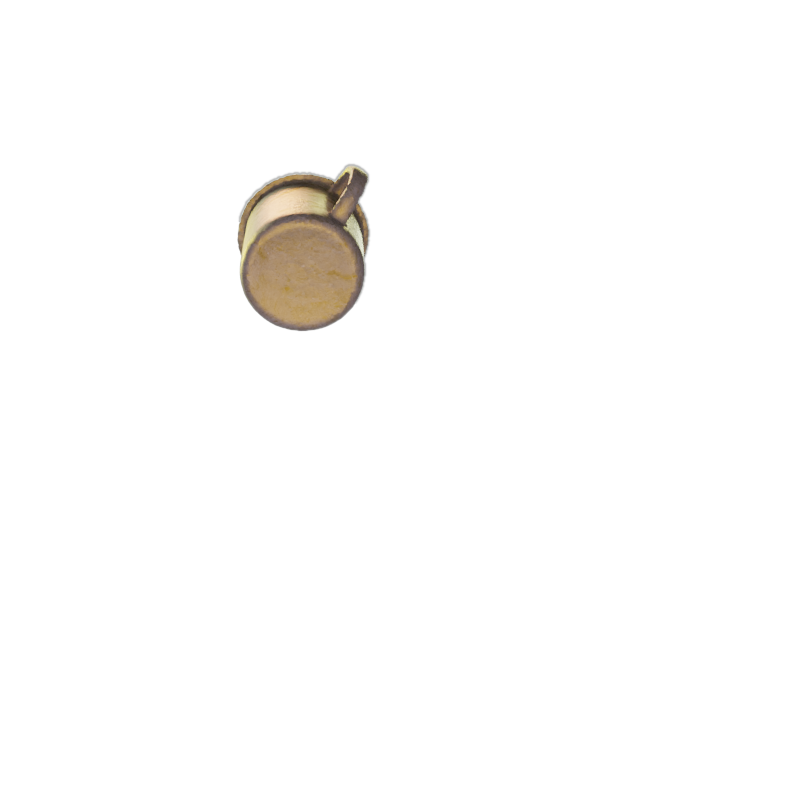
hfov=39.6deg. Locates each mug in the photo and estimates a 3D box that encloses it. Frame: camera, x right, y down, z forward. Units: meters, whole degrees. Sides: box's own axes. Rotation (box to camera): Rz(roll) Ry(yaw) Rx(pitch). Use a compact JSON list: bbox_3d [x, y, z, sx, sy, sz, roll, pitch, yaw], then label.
[{"bbox_3d":[-0.058,-0.106,0.745,0.090,0.115,0.086,35,17,-15],"label":"mug"}]
